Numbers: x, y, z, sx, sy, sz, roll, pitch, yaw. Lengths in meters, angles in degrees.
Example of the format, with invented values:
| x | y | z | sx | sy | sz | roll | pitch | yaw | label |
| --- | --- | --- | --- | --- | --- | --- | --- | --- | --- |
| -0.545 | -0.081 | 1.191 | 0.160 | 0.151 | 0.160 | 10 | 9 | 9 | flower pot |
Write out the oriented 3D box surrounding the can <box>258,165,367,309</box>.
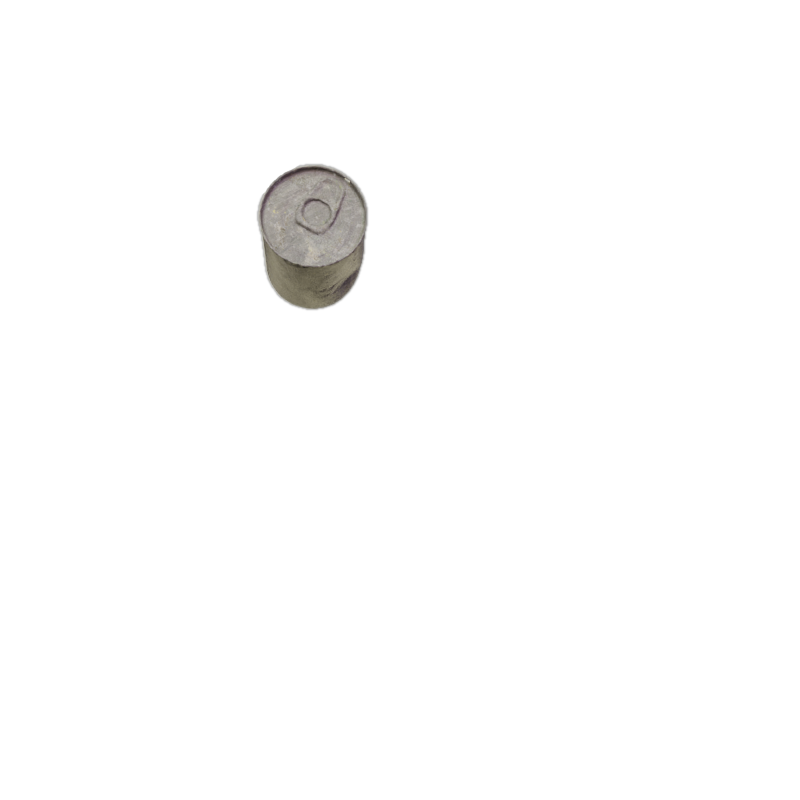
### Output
| x | y | z | sx | sy | sz | roll | pitch | yaw | label |
| --- | --- | --- | --- | --- | --- | --- | --- | --- | --- |
| -0.058 | -0.105 | 0.735 | 0.068 | 0.071 | 0.099 | 0 | -14 | -3 | can |
